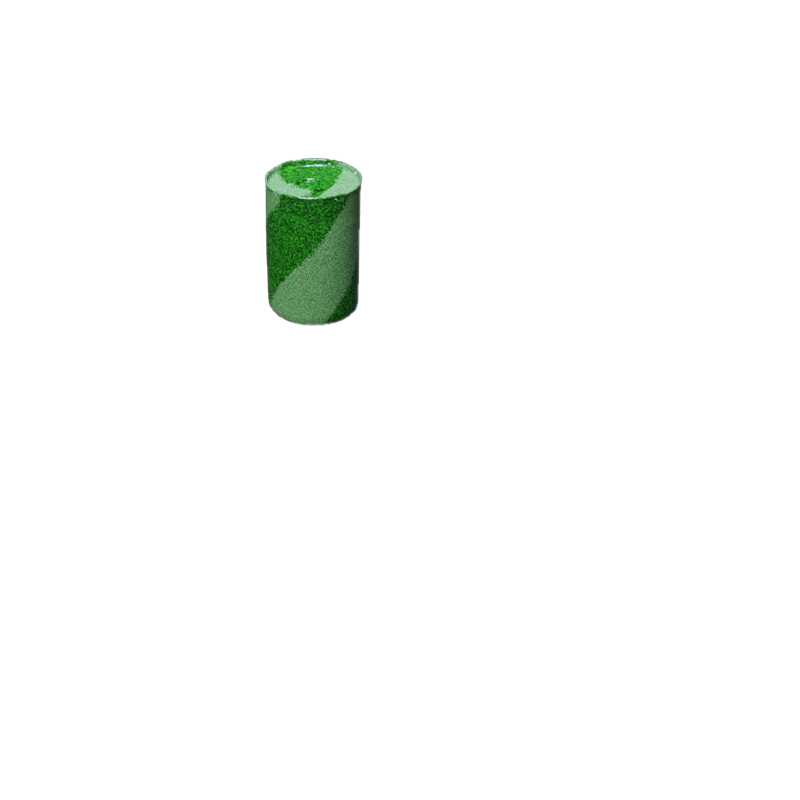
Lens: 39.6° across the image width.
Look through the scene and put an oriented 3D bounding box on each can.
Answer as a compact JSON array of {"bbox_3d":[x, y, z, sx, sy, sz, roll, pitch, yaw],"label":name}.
[{"bbox_3d":[-0.062,-0.113,0.793,0.068,0.096,0.073,0,31,-3],"label":"can"}]
